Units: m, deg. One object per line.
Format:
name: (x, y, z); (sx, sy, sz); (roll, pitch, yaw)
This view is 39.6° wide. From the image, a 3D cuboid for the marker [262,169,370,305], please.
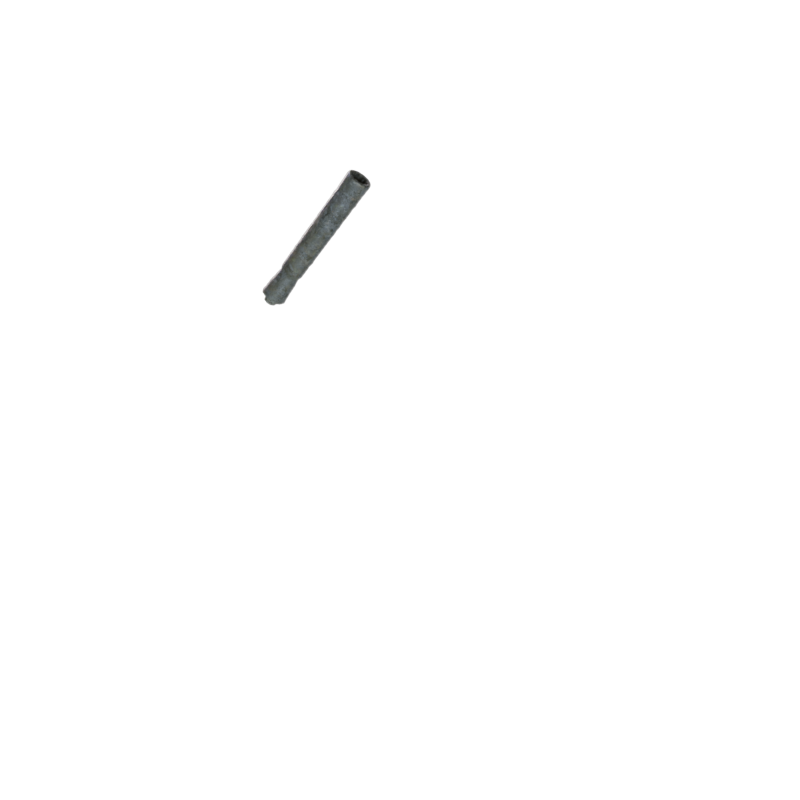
marker: (-0.062, -0.113, 0.790); (0.019, 0.118, 0.021); (29, 28, -21)
